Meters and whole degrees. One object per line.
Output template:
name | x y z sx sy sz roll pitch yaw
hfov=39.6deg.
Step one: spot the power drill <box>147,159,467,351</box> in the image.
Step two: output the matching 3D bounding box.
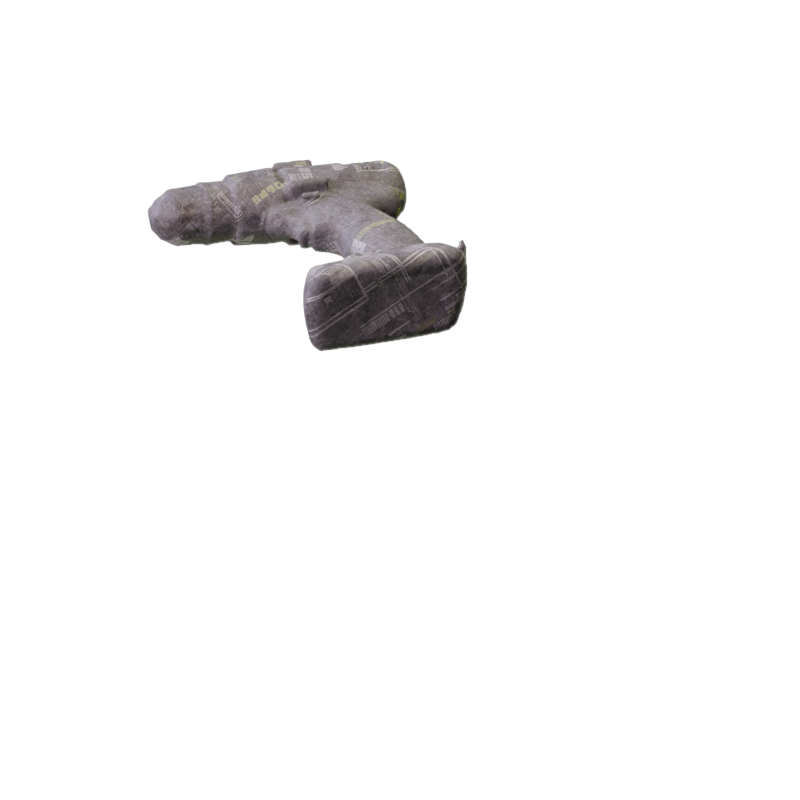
power drill | -0.056 -0.102 0.717 0.181 0.054 0.202 -12 35 -19
